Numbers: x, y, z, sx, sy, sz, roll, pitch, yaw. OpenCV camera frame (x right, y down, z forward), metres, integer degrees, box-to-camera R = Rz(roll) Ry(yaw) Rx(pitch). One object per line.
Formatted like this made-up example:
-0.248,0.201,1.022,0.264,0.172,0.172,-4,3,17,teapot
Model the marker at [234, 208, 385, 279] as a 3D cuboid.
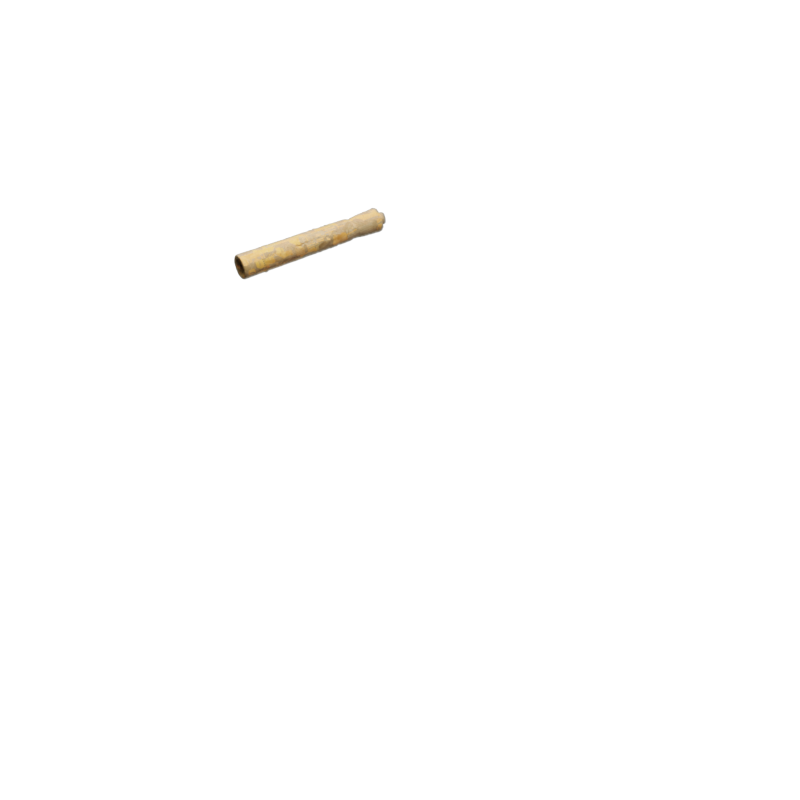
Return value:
-0.064,-0.116,0.815,0.120,0.019,0.020,-23,13,-22,marker
